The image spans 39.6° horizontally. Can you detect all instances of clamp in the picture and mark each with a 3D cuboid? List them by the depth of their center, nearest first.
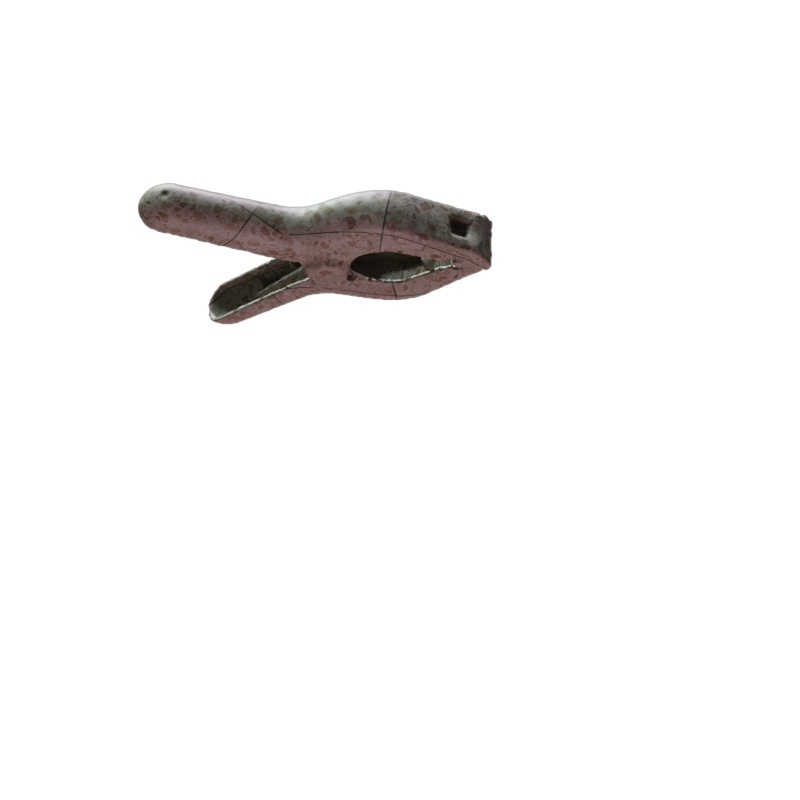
[{"bbox_3d":[-0.044,-0.080,0.557,0.174,0.041,0.112,-7,-21,20],"label":"clamp"}]
